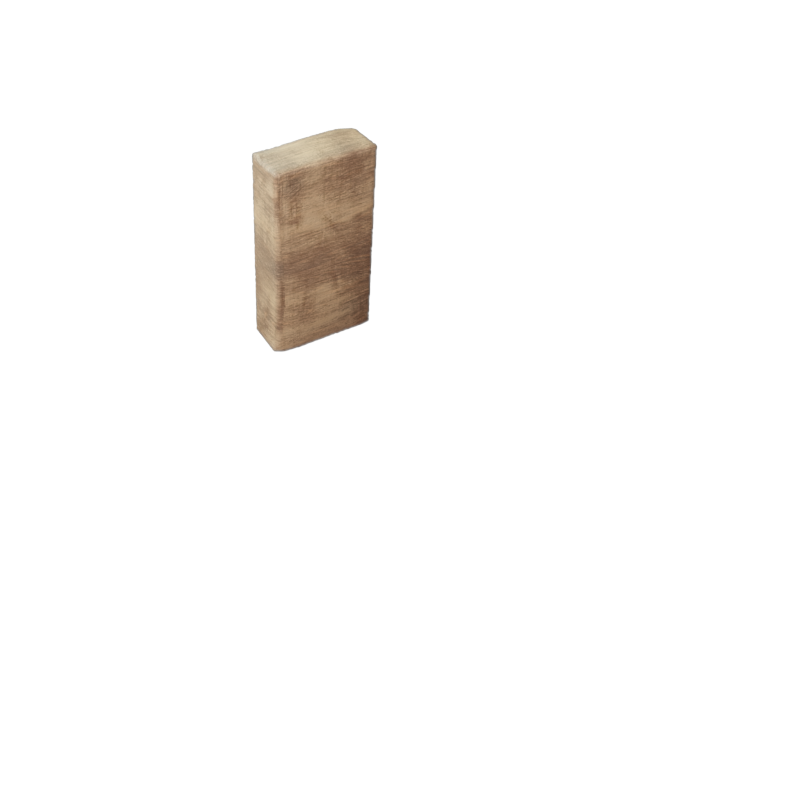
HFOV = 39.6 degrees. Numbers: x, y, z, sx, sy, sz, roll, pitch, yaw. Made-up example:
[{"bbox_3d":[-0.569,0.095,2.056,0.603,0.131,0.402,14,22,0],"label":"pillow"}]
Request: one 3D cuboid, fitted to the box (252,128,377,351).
[{"bbox_3d":[-0.070,-0.128,0.896,0.092,0.165,0.052,-20,41,-27],"label":"box"}]
